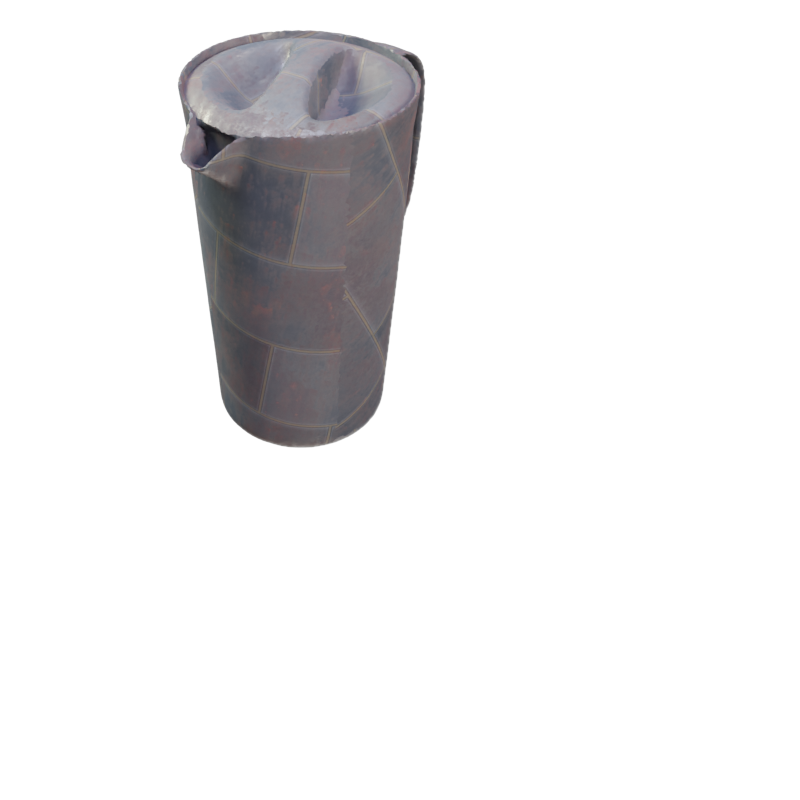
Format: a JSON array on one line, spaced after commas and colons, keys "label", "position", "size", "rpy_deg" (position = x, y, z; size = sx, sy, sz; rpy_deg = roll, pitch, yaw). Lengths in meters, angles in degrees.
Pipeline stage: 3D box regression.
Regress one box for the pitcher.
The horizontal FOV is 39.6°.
[{"label": "pitcher", "position": [-0.053, -0.097, 0.680], "size": [0.148, 0.227, 0.156], "rpy_deg": [-3, 39, -6]}]
